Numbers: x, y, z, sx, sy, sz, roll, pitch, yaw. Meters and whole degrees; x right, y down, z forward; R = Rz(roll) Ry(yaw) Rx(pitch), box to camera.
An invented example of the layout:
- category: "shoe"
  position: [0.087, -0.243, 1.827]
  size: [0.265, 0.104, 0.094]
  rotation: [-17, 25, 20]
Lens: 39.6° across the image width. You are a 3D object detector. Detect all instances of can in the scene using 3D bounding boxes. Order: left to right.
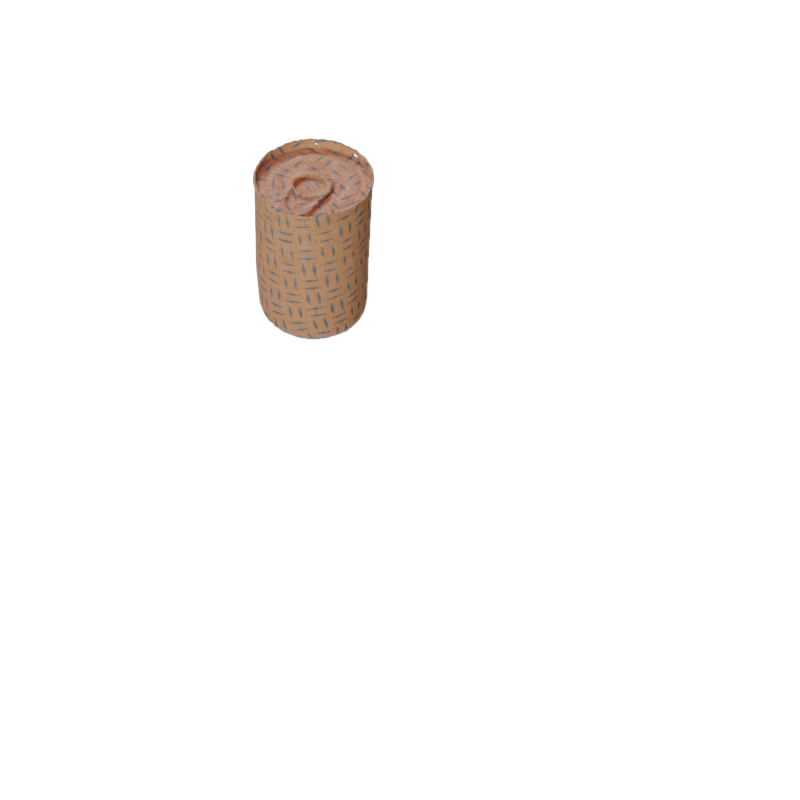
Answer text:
- category: "can"
  position: [-0.051, -0.093, 0.654]
  size: [0.068, 0.074, 0.095]
  rotation: [0, -42, -3]
